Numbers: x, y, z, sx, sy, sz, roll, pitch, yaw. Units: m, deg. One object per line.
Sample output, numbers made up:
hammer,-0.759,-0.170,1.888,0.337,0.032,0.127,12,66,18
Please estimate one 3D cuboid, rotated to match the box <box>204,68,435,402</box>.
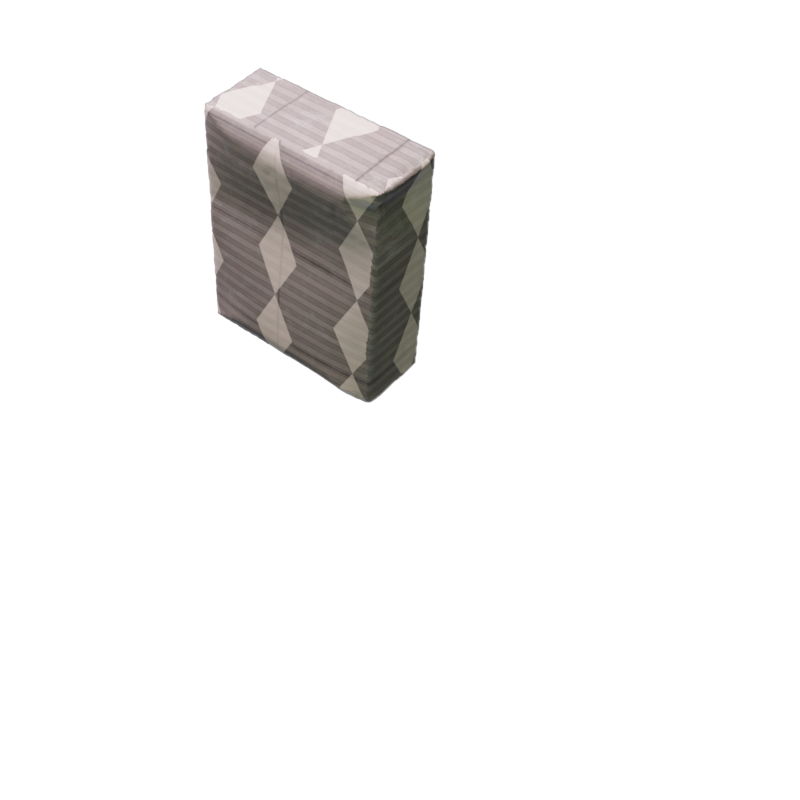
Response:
box,-0.066,-0.120,0.838,0.174,0.199,0.073,32,52,25
